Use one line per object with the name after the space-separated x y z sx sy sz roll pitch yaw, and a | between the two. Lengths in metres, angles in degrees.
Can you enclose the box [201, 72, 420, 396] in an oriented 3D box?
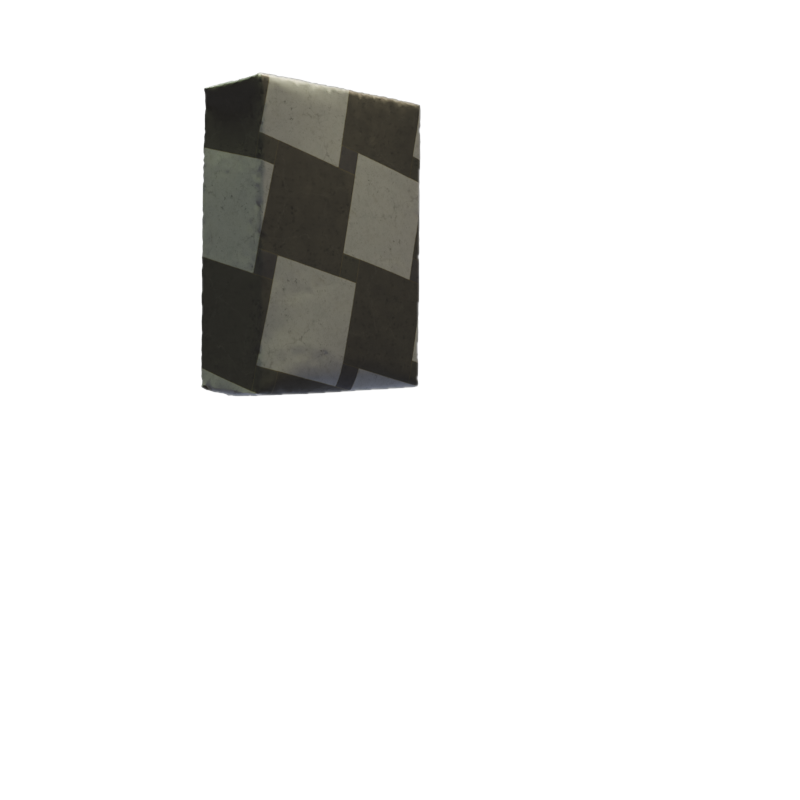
-0.062 -0.114 0.796 0.074 0.216 0.157 -3 -3 44 | box
